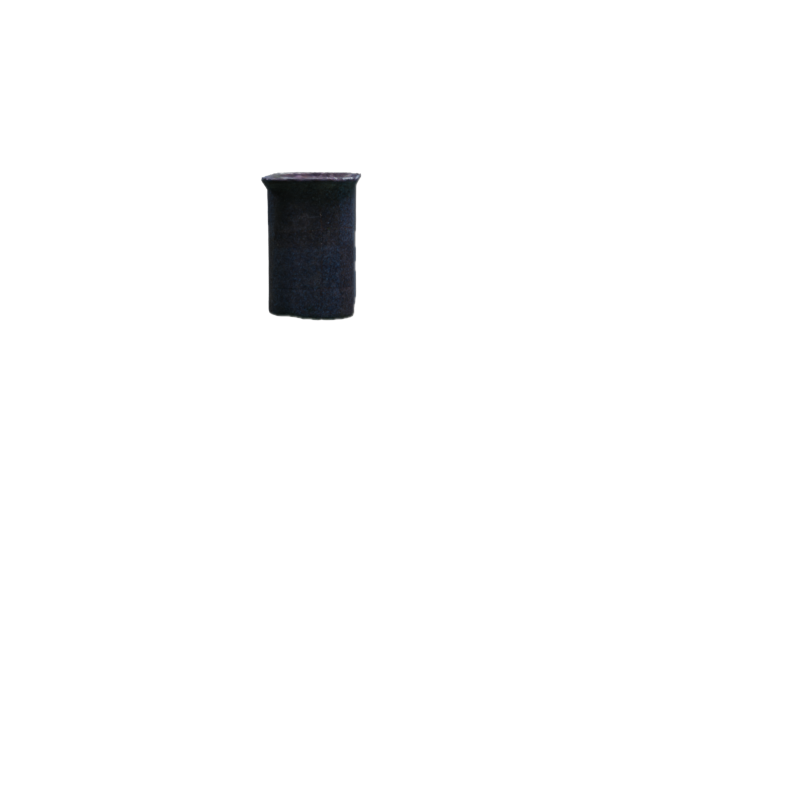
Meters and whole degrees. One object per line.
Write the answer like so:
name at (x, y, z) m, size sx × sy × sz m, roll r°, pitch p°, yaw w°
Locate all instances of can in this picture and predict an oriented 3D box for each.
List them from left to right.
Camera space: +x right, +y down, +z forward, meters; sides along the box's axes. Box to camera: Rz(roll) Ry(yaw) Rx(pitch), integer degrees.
can at (-0.054, -0.098, 0.689) m, size 0.058 × 0.082 × 0.104 m, roll 0°, pitch 10°, yaw 0°
